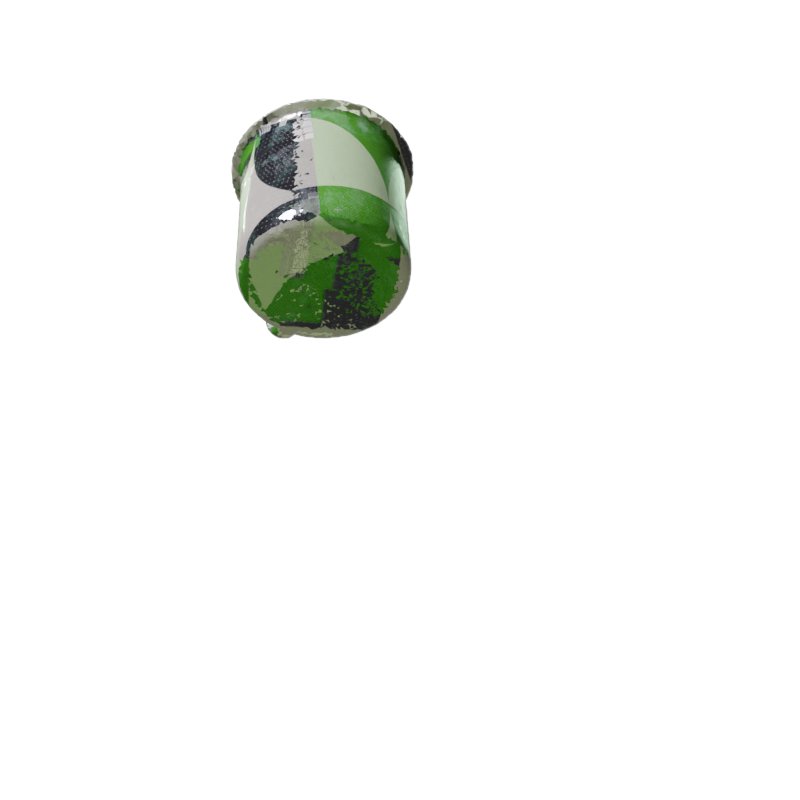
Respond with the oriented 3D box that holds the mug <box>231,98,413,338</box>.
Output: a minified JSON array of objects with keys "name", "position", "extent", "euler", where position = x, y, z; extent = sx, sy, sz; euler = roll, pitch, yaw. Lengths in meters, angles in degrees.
[{"name":"mug","position":[-0.043,-0.078,0.544],"extent":[0.090,0.088,0.113],"euler":[17,-47,-19]}]
